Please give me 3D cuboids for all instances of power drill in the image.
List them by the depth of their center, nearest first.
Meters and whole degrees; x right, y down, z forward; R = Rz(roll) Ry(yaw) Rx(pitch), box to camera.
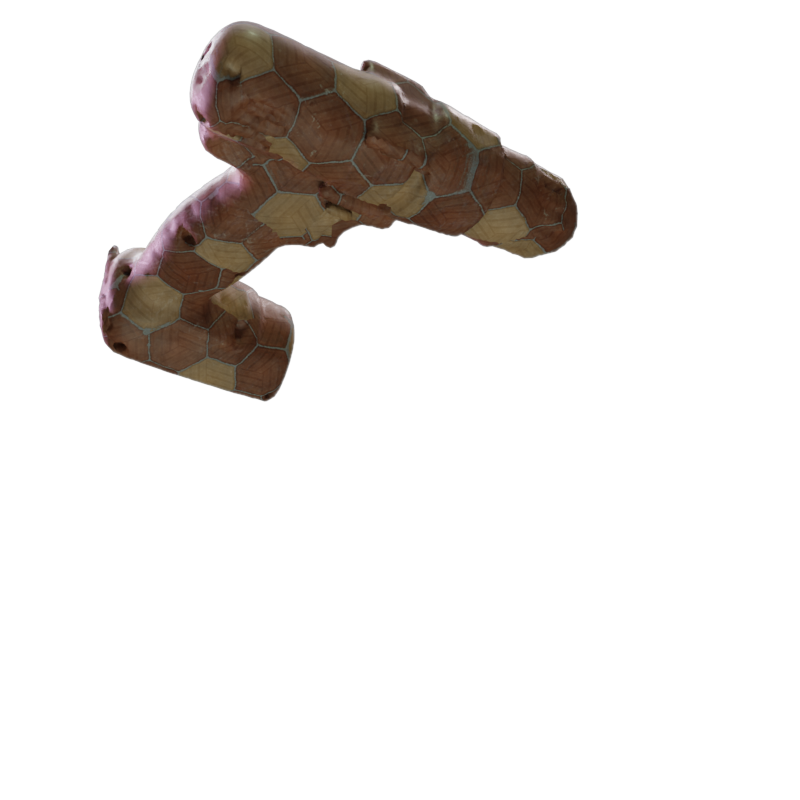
[{"bbox_3d":[-0.040,-0.072,0.505,0.176,0.062,0.183,23,-44,-26],"label":"power drill"}]
